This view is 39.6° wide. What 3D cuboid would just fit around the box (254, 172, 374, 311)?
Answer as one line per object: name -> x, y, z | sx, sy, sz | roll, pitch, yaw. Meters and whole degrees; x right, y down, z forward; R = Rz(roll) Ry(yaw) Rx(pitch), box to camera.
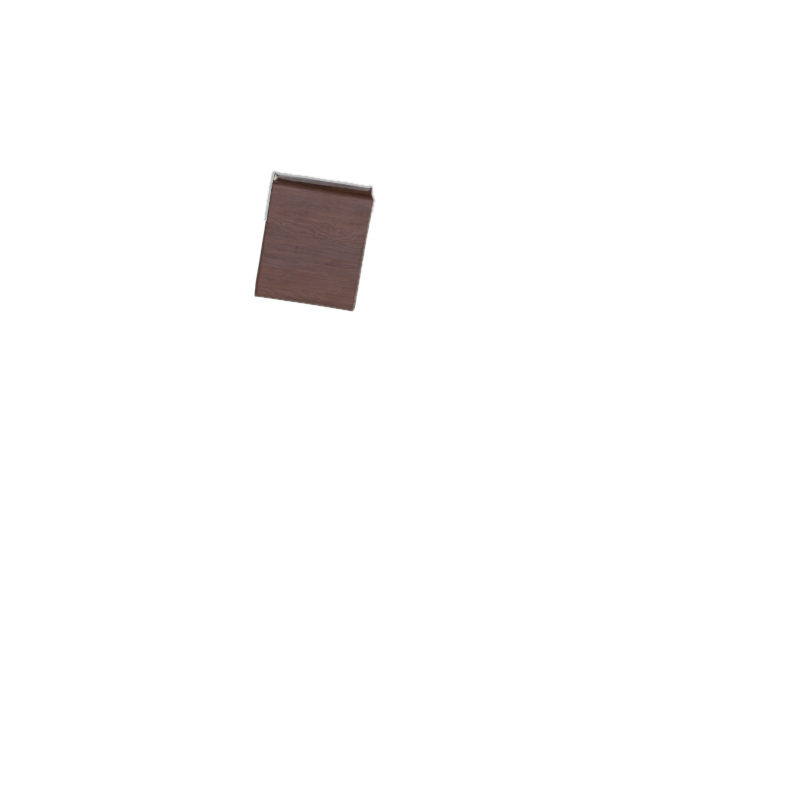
box -> -0.062, -0.113, 0.790 | 0.073, 0.086, 0.032 | 9, 19, -4
